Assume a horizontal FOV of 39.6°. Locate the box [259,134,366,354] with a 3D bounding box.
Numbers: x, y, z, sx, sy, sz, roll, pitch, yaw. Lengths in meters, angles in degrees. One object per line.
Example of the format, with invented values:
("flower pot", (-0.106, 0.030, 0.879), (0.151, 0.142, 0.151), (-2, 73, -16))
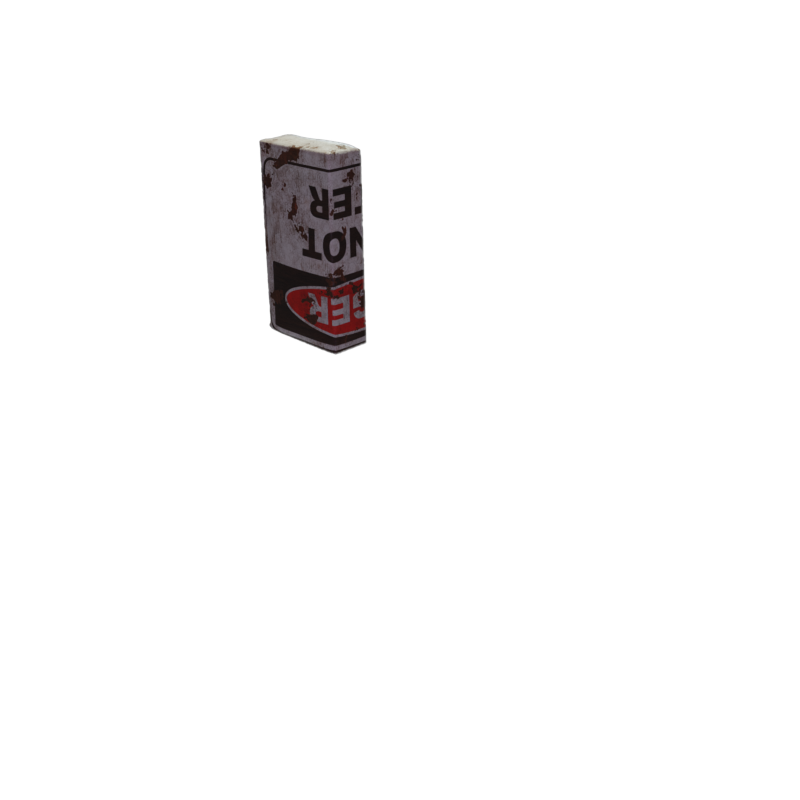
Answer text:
("box", (-0.075, -0.137, 0.962), (0.047, 0.170, 0.099), (-14, 23, -41))
